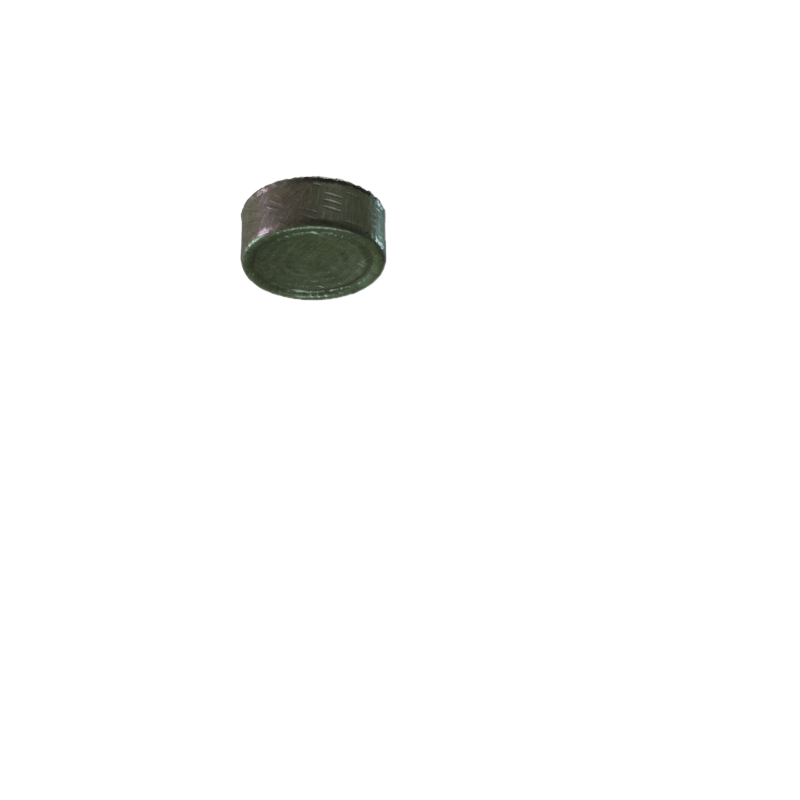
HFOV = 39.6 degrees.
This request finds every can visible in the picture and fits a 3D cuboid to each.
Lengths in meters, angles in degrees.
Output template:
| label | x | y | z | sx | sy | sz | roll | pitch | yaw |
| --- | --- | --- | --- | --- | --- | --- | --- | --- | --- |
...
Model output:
| label | x | y | z | sx | sy | sz | roll | pitch | yaw |
| --- | --- | --- | --- | --- | --- | --- | --- | --- | --- |
| can | -0.051 | -0.092 | 0.646 | 0.086 | 0.036 | 0.081 | 1 | -27 | -2 |
